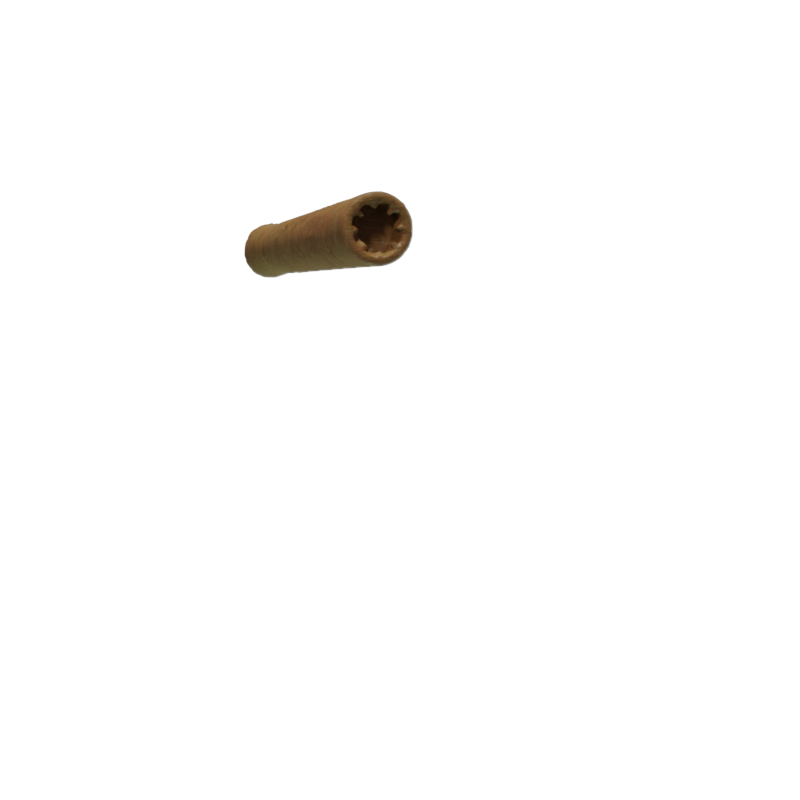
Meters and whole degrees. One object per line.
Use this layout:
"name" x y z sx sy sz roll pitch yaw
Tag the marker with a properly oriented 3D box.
"marker" -0.026 -0.047 0.332 0.019 0.020 0.124 -1 5 -19
